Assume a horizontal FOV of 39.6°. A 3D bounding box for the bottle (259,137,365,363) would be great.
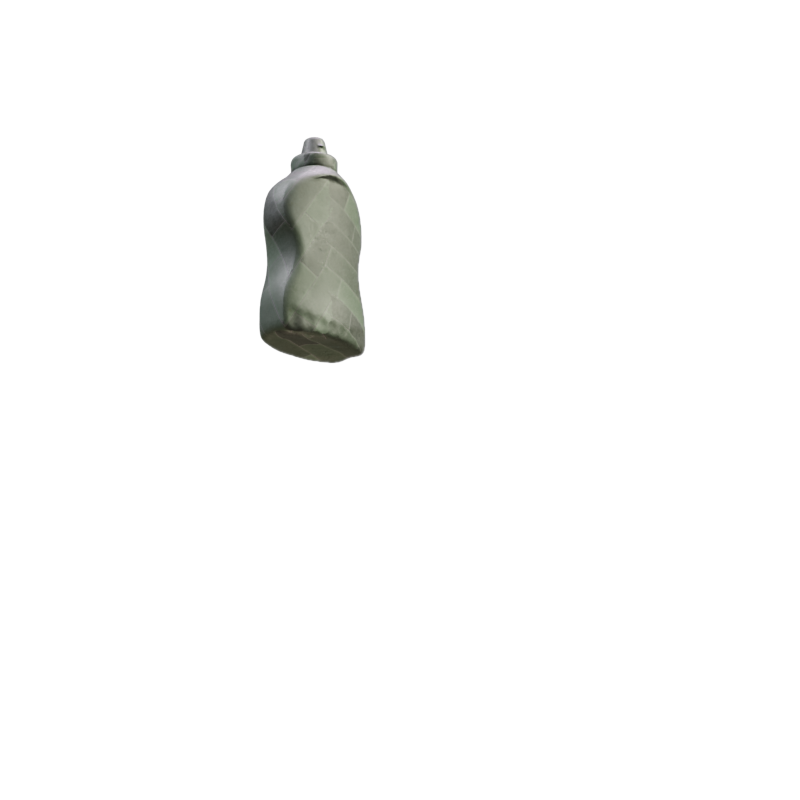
[{"bbox_3d":[-0.073,-0.134,0.934,0.090,0.202,0.059,19,-30,-41],"label":"bottle"}]
